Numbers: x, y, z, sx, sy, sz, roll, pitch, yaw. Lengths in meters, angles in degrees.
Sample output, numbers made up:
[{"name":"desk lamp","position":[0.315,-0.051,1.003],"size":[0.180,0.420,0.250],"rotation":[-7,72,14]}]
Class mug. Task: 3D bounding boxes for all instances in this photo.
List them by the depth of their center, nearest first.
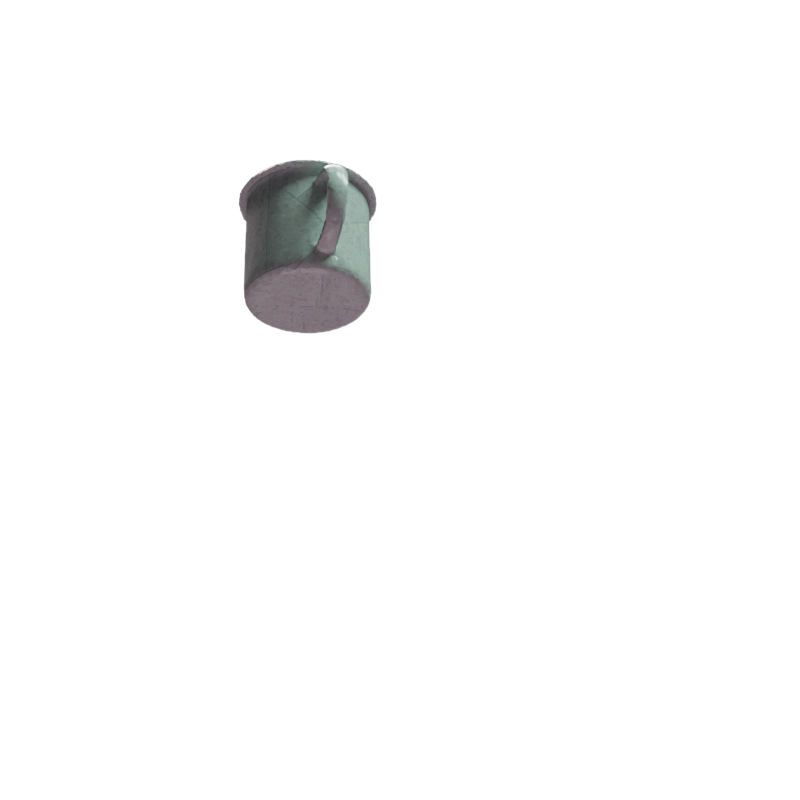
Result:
[{"name":"mug","position":[-0.056,-0.102,0.717],"size":[0.090,0.087,0.113],"rotation":[11,-33,-19]}]
